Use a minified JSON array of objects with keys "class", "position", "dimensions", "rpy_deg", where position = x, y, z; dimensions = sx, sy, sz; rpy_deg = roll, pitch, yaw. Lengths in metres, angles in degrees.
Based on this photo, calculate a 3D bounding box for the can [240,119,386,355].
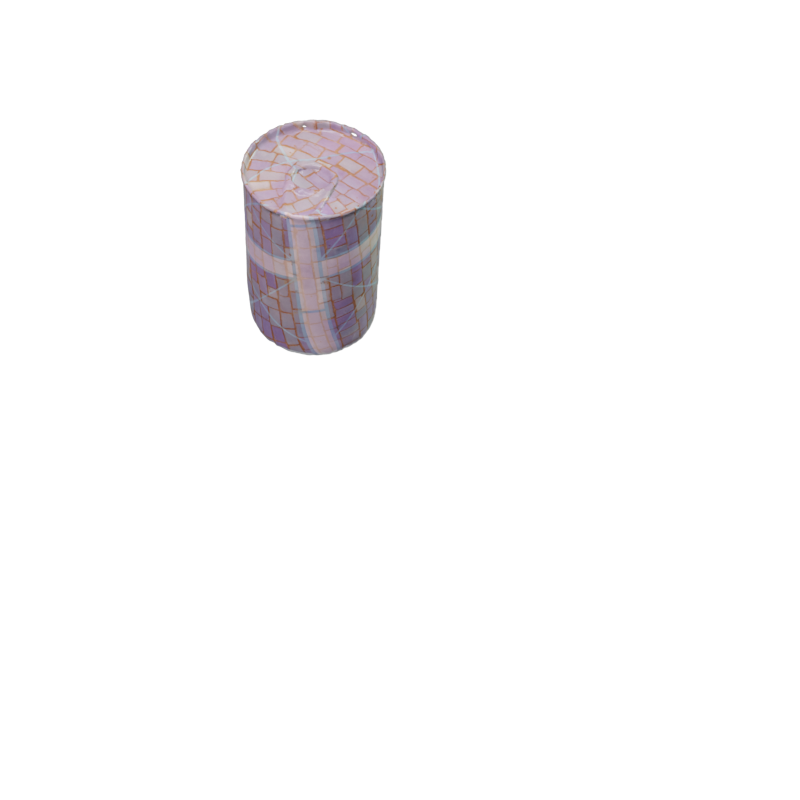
[{"class":"can","position":[-0.043,-0.079,0.552],"dimensions":[0.068,0.074,0.095],"rpy_deg":[0,-40,-3]}]
